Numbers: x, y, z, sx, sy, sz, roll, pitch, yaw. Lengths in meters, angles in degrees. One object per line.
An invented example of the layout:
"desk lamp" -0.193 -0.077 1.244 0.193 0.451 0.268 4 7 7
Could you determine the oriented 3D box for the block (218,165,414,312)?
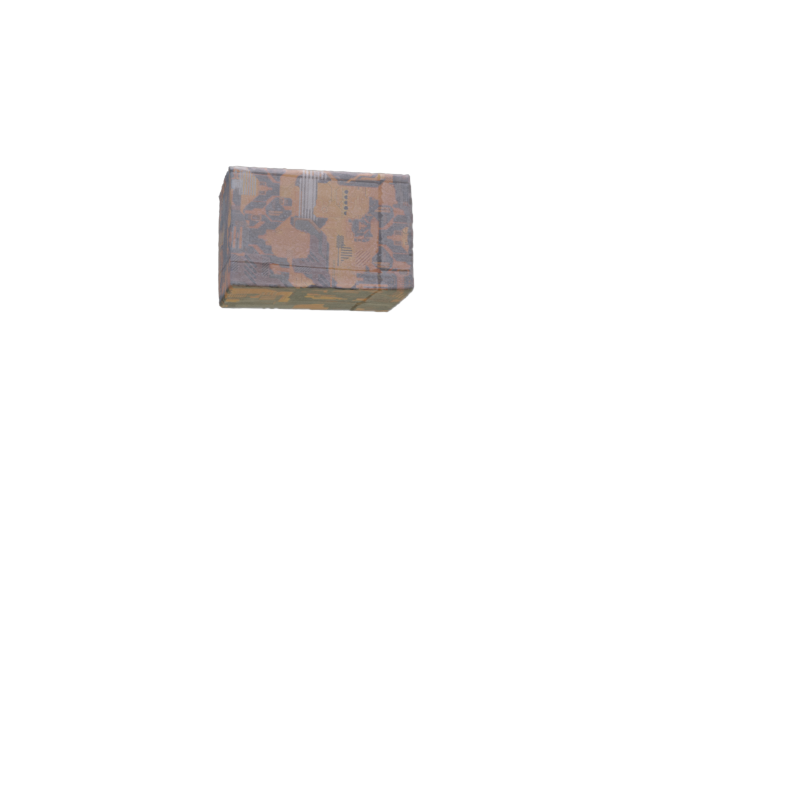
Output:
"block" -0.037 -0.067 0.472 0.077 0.053 0.052 1 -9 -11
